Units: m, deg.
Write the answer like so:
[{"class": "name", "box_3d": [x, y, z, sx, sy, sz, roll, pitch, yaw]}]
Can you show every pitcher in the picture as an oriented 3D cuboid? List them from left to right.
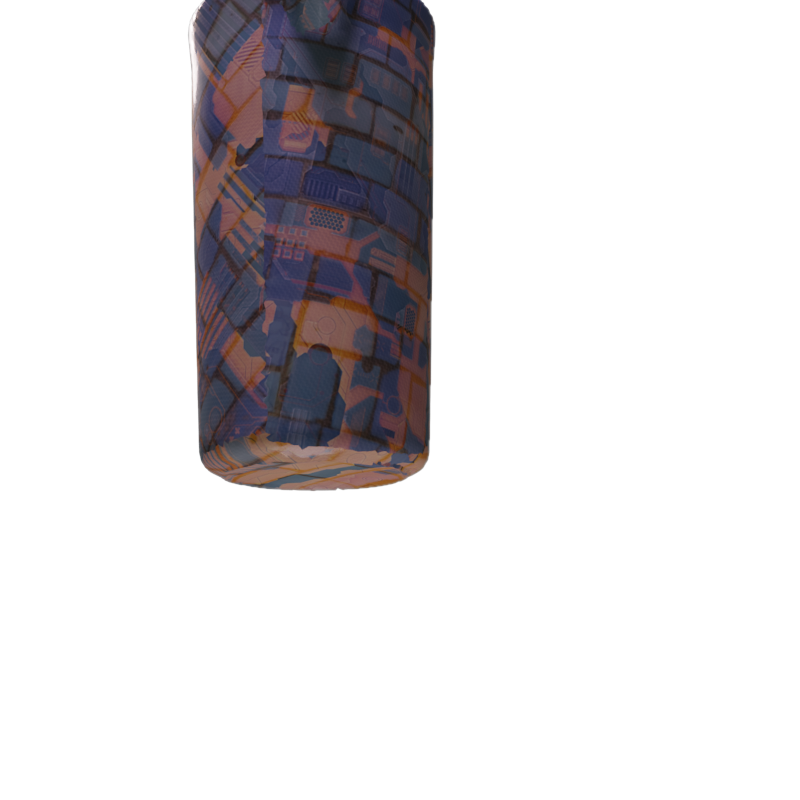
[{"class": "pitcher", "box_3d": [-0.044, -0.081, 0.568, 0.147, 0.254, 0.140, -15, -23, 36]}]
